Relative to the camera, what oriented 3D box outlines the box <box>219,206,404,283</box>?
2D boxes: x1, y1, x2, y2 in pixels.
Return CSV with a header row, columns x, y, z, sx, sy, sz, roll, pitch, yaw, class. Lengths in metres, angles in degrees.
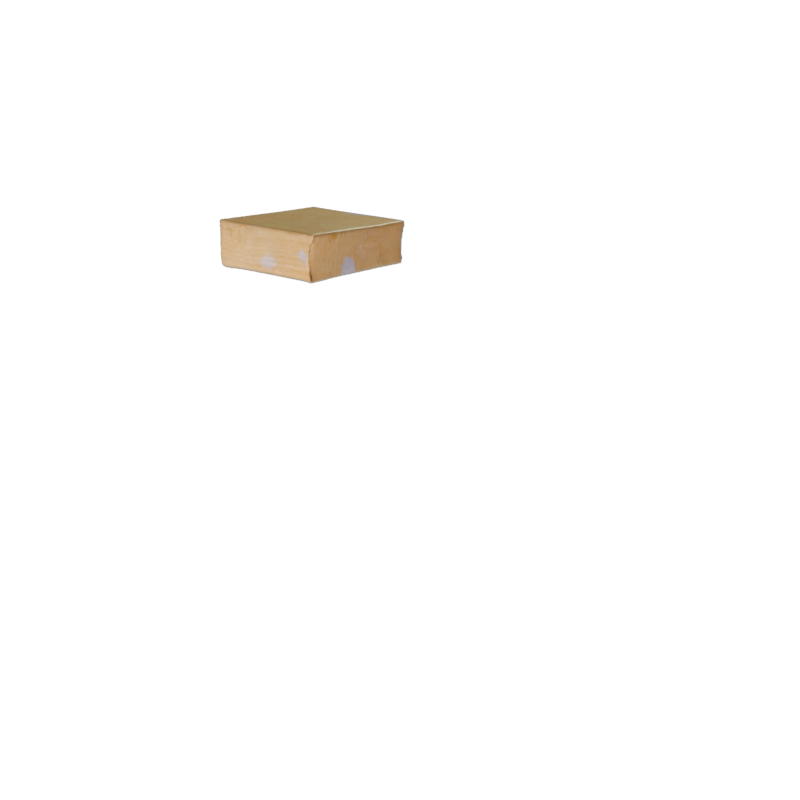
x,y,z,sx,sy,sz,roll,pitch,yaw,class
-0.065,-0.118,0.825,0.094,0.038,0.112,13,22,35,box
